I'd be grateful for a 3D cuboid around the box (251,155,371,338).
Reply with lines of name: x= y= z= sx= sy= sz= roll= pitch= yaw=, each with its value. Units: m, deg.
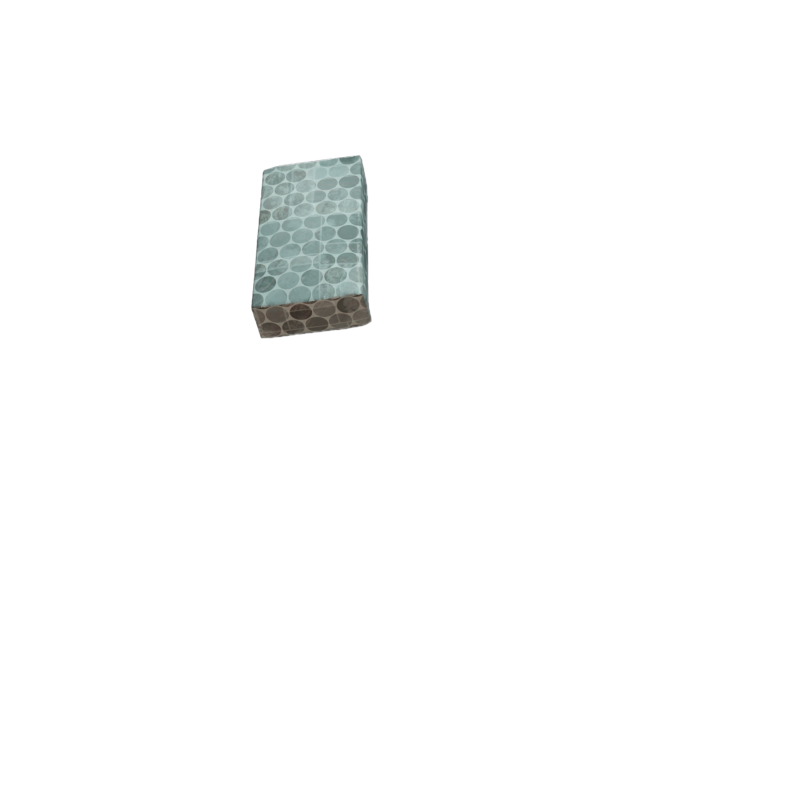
box: x=-0.074 y=-0.135 z=0.945 sx=0.094 sy=0.189 sz=0.044 roll=-8 pitch=-41 yaw=6
